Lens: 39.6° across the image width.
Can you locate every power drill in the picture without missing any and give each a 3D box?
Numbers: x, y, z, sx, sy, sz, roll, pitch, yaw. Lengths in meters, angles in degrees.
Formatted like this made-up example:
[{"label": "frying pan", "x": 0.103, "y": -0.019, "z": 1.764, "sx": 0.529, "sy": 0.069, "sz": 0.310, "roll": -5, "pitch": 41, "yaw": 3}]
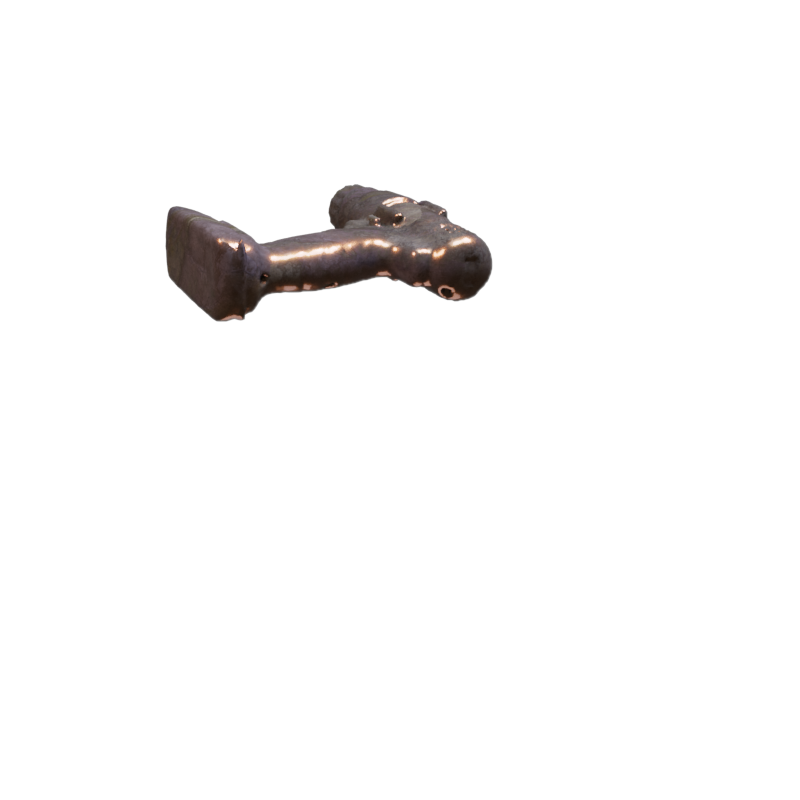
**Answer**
[{"label": "power drill", "x": -0.059, "y": -0.107, "z": 0.748, "sx": 0.184, "sy": 0.055, "sz": 0.196, "roll": -11, "pitch": 24, "yaw": -25}]
